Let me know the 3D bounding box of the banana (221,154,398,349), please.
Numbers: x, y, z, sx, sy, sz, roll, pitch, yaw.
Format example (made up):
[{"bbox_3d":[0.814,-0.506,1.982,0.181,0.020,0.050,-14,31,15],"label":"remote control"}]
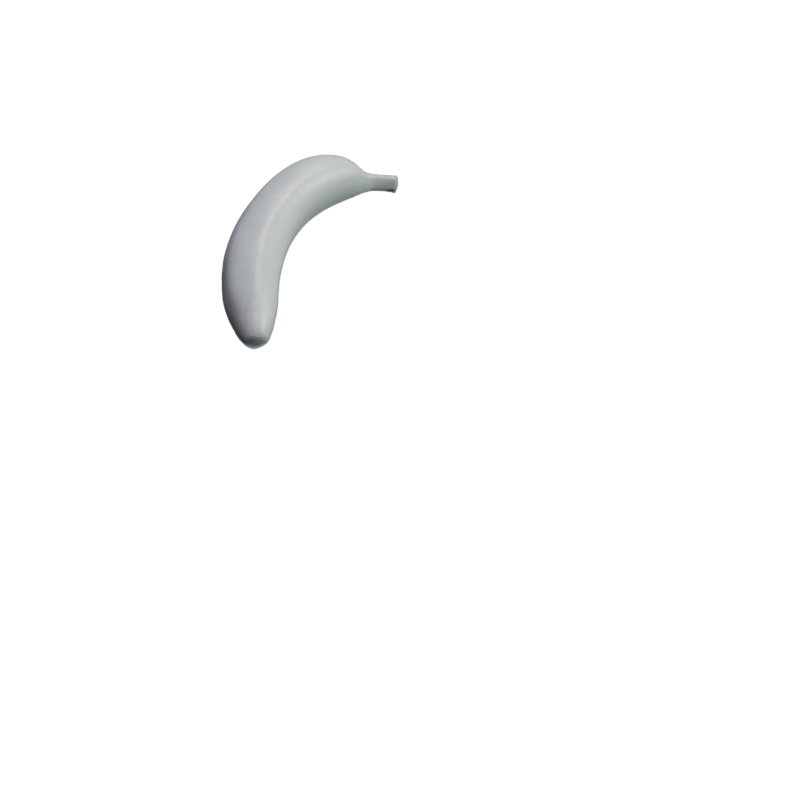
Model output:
[{"bbox_3d":[-0.070,-0.108,0.707,0.072,0.034,0.204,17,45,17],"label":"banana"}]
